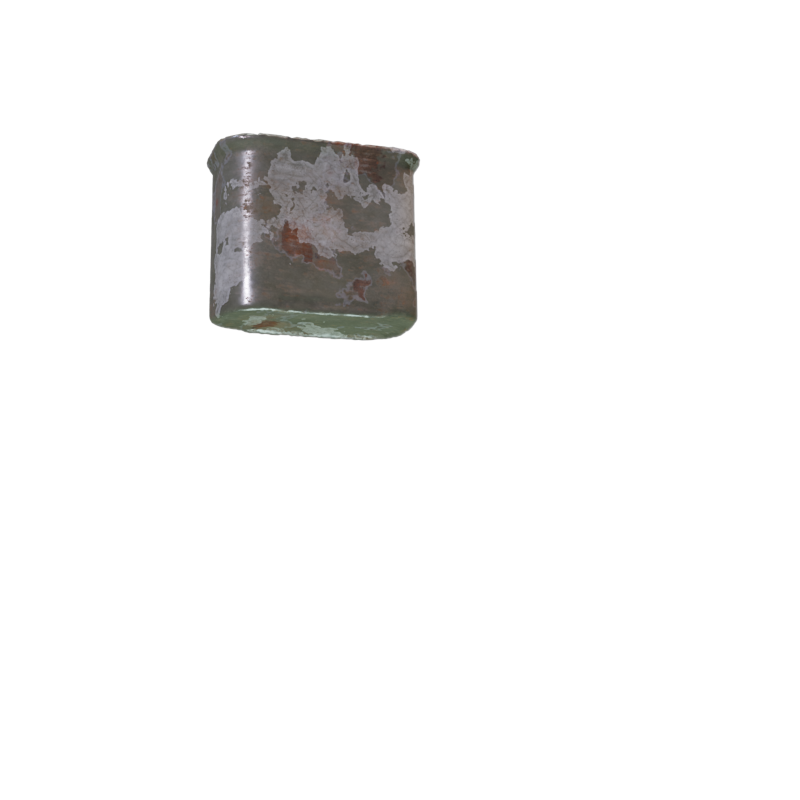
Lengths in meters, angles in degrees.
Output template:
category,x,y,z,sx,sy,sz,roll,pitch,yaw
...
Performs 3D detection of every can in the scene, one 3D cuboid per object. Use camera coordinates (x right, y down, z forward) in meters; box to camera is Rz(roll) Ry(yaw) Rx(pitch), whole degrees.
category,x,y,z,sx,sy,sz,roll,pitch,yaw
can,-0.042,-0.076,0.533,0.099,0.087,0.057,3,-15,-17
